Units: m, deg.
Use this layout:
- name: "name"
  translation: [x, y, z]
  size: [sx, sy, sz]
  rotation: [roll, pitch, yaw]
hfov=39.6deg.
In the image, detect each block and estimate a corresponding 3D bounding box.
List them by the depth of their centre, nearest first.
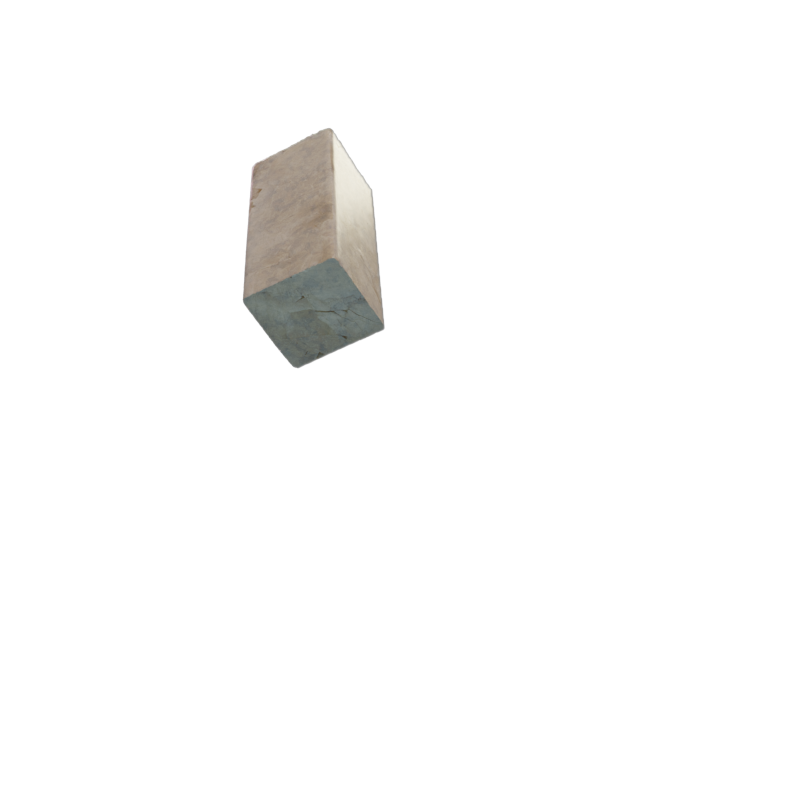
- name: "block"
  translation: [-0.078, -0.142, 0.991]
  size: [0.091, 0.084, 0.221]
  rotation: [-24, 38, 16]
